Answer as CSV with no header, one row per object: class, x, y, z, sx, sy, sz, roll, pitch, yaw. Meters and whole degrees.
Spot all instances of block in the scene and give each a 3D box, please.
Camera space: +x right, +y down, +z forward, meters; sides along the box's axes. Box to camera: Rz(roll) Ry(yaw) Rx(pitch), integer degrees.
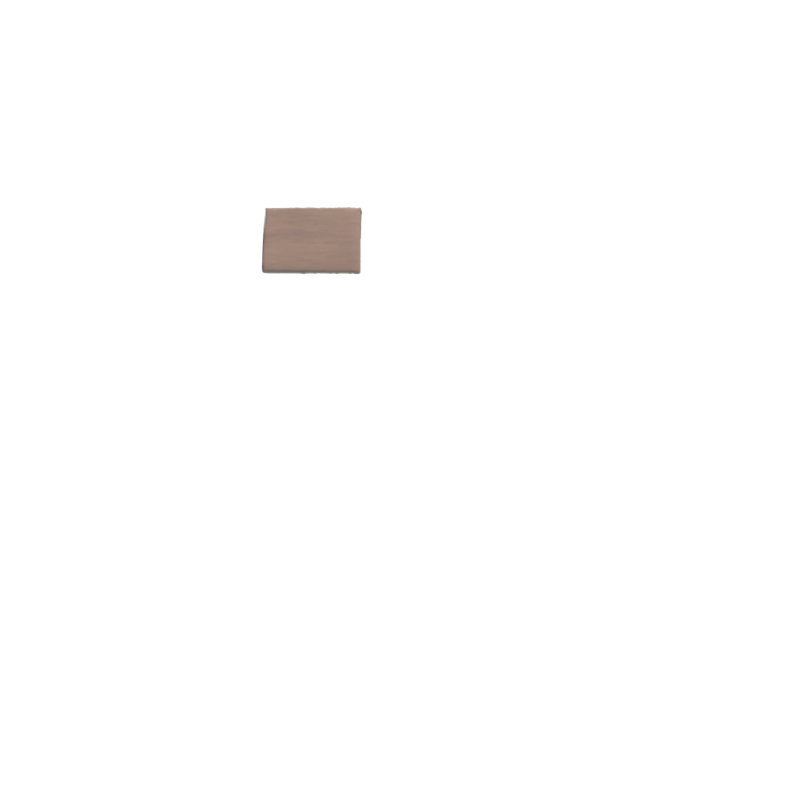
block,-0.070,-0.127,0.890,0.078,0.051,0.053,0,1,2
